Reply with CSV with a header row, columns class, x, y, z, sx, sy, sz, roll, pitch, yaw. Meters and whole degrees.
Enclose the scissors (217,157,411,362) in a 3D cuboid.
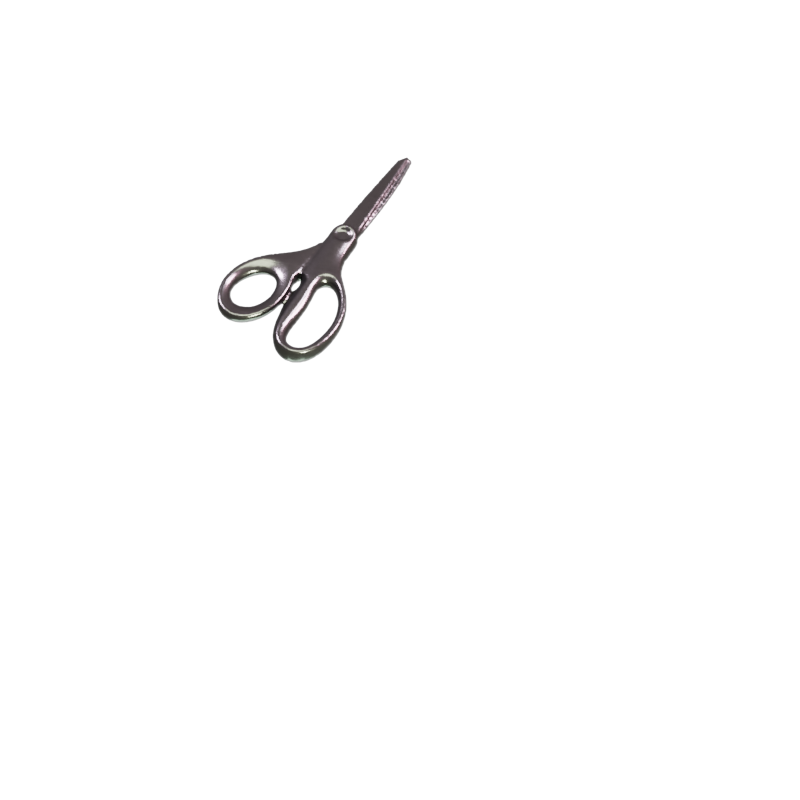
class,x,y,z,sx,sy,sz,roll,pitch,yaw
scissors,-0.061,-0.111,0.776,0.098,0.213,0.015,10,-39,8
